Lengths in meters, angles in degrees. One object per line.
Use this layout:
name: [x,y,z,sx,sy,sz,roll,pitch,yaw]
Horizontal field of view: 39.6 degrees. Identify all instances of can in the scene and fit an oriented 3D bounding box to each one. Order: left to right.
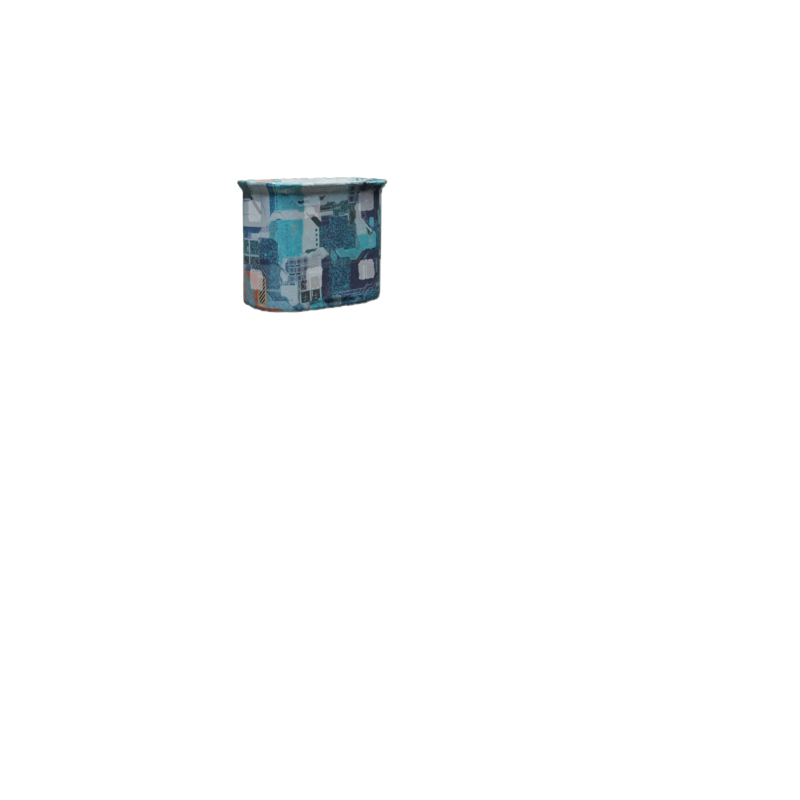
can: [-0.058,-0.106,0.743,0.099,0.082,0.060,-9,12,-41]
